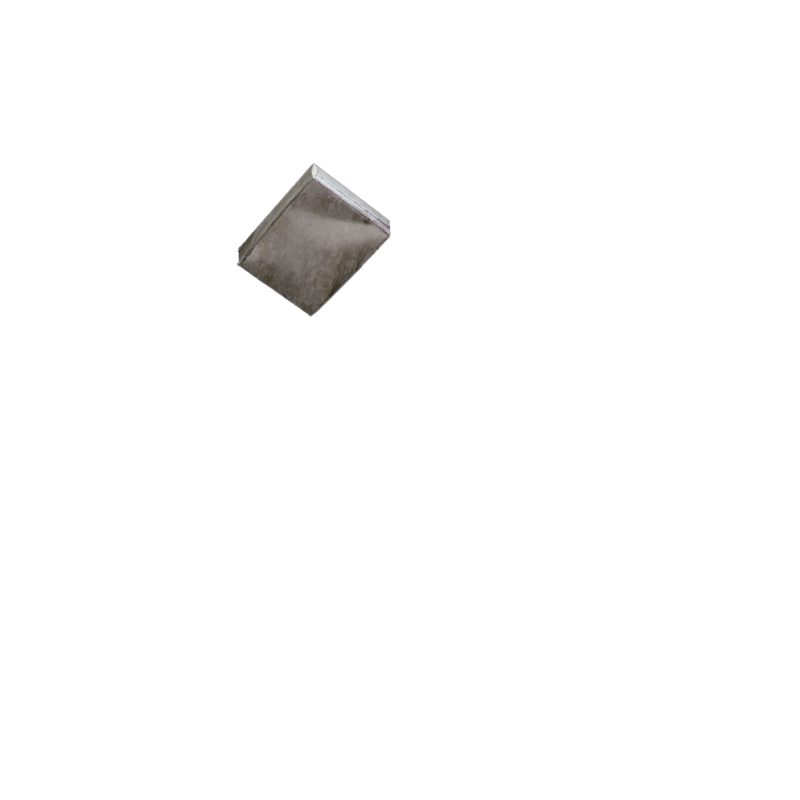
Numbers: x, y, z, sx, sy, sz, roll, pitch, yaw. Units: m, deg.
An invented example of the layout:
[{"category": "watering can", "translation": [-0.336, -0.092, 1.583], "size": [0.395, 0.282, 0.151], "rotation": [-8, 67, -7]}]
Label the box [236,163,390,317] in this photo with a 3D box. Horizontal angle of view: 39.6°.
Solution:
[{"category": "box", "translation": [-0.077, -0.141, 0.988], "size": [0.086, 0.112, 0.041], "rotation": [37, 21, -18]}]
